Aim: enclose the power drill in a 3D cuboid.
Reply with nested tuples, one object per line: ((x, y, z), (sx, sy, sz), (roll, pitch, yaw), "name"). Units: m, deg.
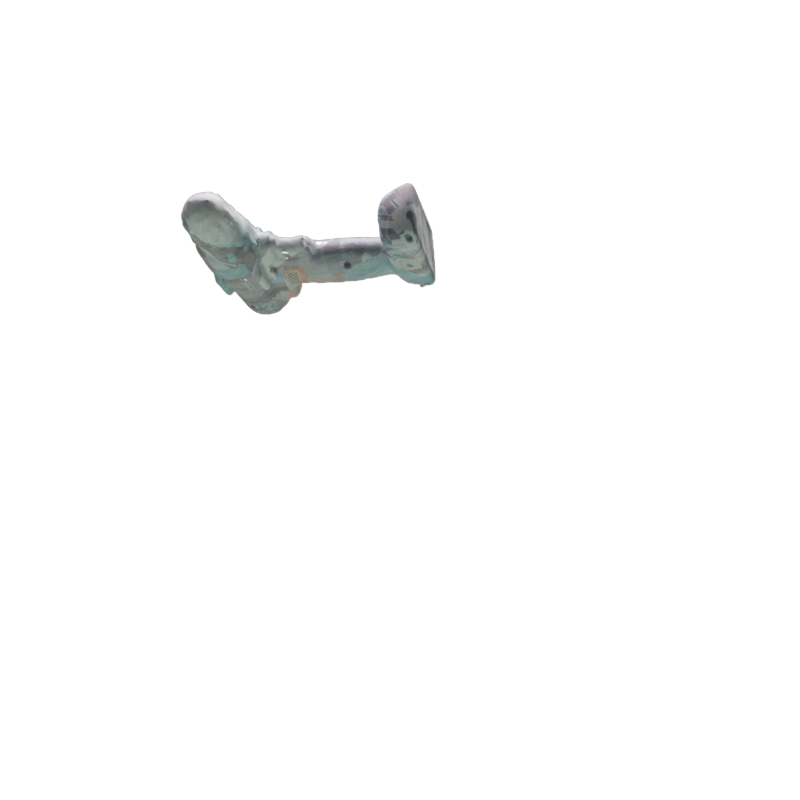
((-0.073, -0.132, 0.926), (0.190, 0.060, 0.173), (-5, -19, 14), "power drill")
